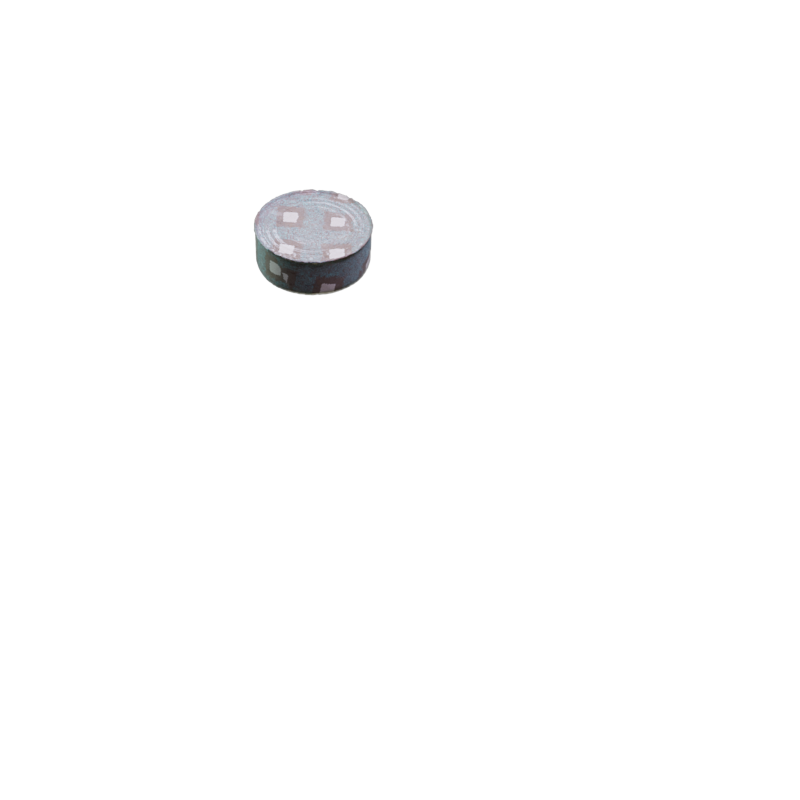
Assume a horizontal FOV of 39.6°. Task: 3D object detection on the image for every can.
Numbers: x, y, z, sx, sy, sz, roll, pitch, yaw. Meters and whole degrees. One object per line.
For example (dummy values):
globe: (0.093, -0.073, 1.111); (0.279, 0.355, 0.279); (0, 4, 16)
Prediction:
can: (-0.063, -0.115, 0.807); (0.086, 0.031, 0.092); (-1, 43, -2)
